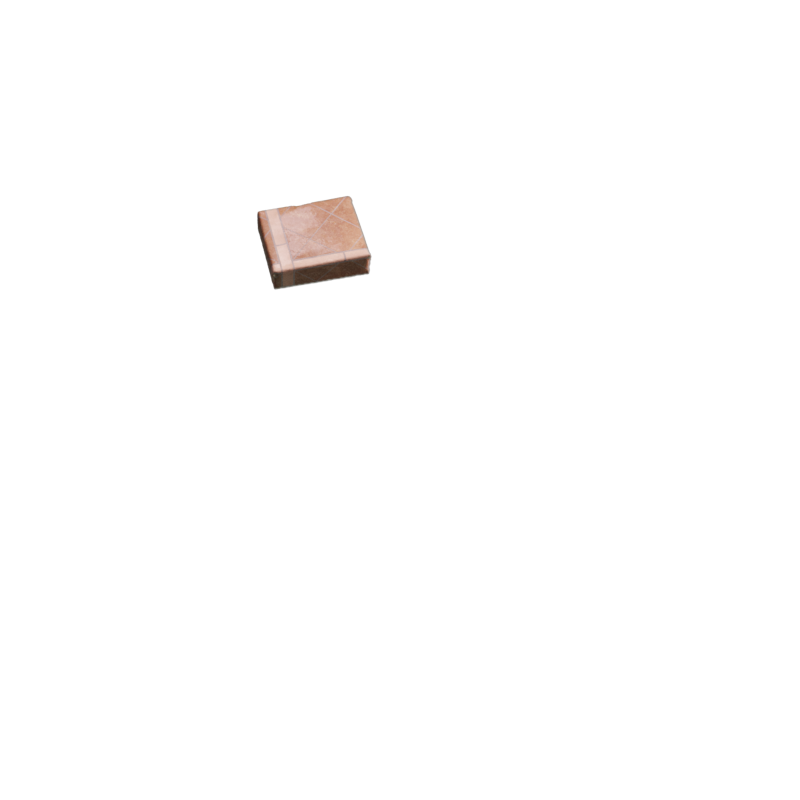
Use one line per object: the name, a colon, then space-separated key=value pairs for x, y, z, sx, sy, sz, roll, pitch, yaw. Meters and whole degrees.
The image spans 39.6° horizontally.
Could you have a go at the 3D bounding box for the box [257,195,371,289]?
box: x=-0.077 y=-0.141 z=0.986 sx=0.088 sy=0.079 sz=0.028 roll=-11 pitch=-37 yaw=-9
